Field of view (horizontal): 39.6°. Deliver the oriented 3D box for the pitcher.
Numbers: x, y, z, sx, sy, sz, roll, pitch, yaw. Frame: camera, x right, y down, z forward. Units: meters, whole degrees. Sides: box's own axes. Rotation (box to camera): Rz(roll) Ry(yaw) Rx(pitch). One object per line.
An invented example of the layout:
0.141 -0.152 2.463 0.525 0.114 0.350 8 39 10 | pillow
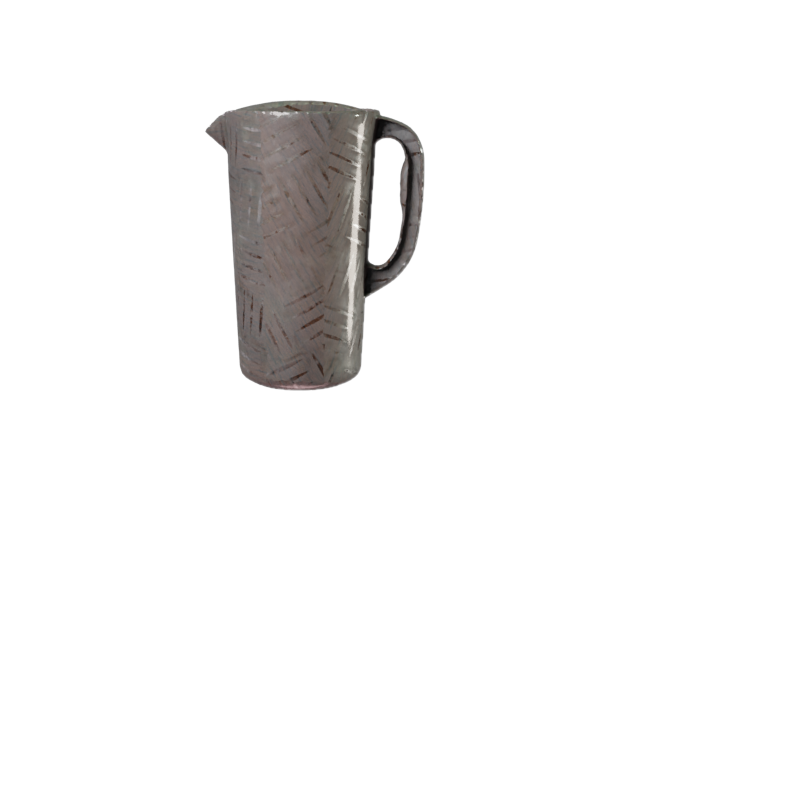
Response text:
-0.075 -0.137 0.962 0.141 0.237 0.157 -9 15 -41 | pitcher
